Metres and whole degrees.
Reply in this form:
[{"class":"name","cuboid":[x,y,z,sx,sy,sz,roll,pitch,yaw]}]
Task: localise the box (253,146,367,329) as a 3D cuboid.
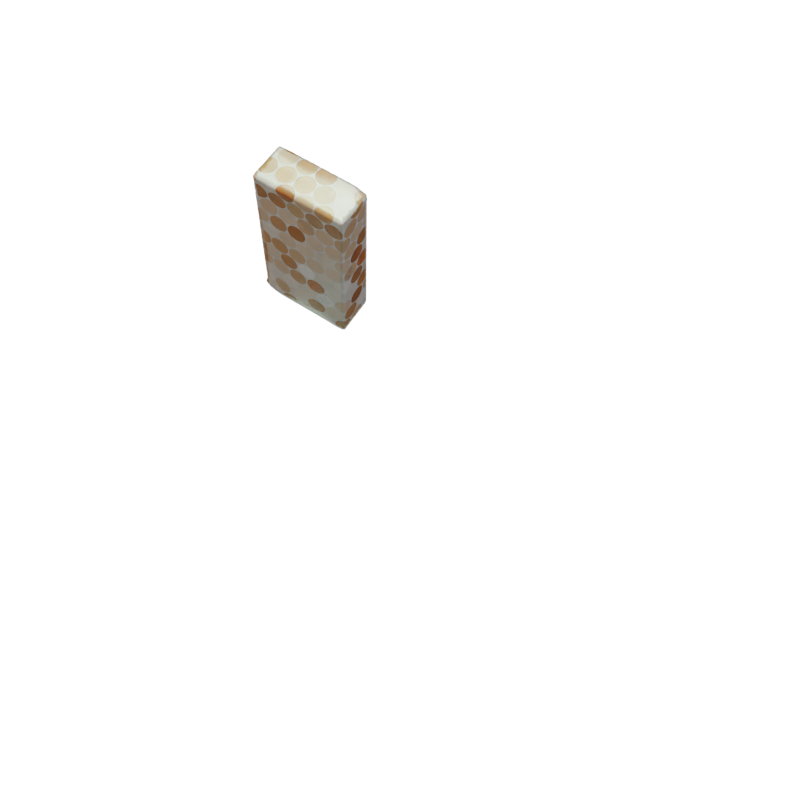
[{"class":"box","cuboid":[-0.077,-0.141,0.983,0.097,0.049,0.165,32,-27,14]}]
